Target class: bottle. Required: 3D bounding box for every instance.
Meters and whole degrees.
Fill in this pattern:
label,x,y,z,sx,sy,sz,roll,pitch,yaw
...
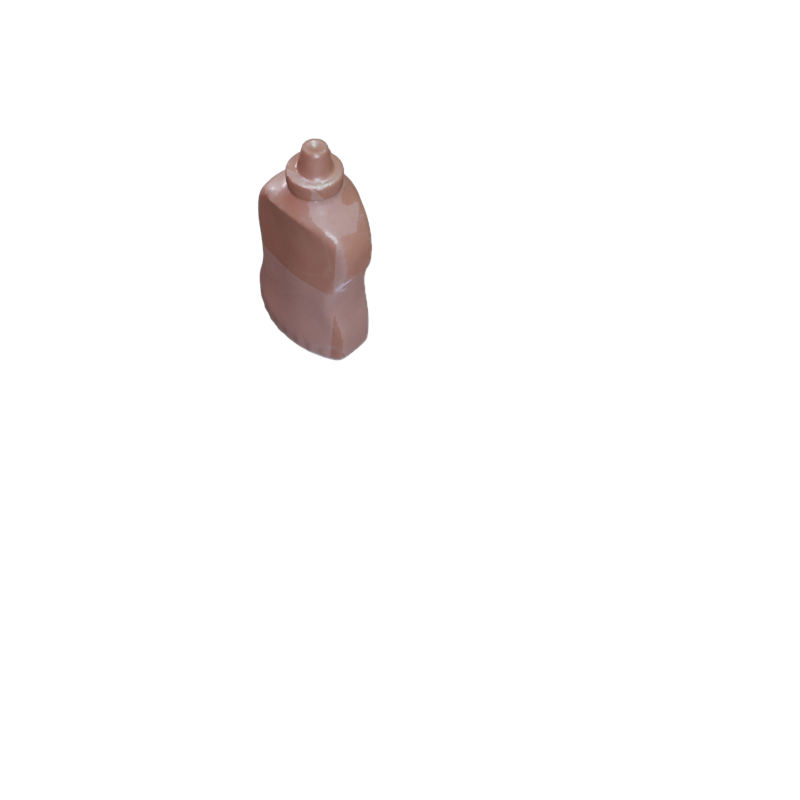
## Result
label,x,y,z,sx,sy,sz,roll,pitch,yaw
bottle,-0.064,-0.117,0.820,0.059,0.179,0.102,-35,62,-26
